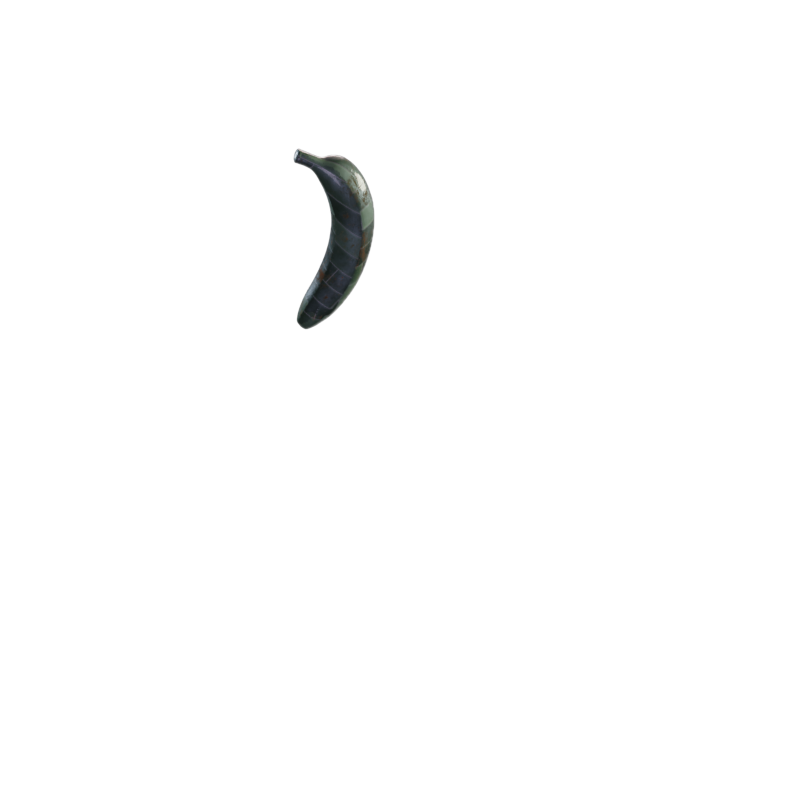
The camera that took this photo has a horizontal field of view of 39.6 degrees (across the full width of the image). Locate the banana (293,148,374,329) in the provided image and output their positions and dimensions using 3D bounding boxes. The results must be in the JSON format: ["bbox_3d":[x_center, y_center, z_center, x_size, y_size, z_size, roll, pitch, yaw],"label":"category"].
[{"bbox_3d":[-0.058,-0.142,0.975,0.069,0.184,0.039,1,40,-2],"label":"banana"}]
